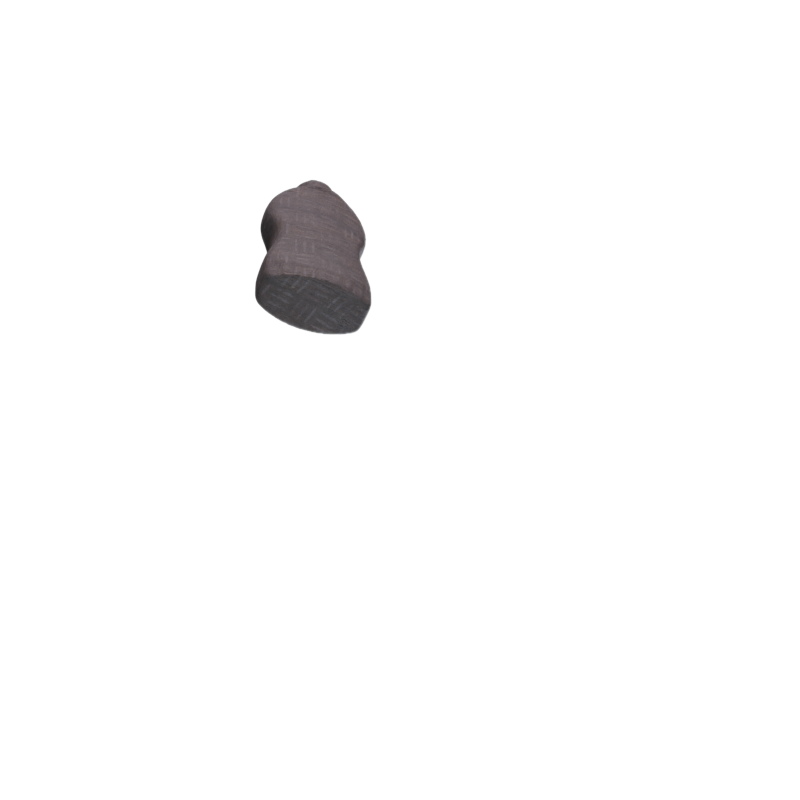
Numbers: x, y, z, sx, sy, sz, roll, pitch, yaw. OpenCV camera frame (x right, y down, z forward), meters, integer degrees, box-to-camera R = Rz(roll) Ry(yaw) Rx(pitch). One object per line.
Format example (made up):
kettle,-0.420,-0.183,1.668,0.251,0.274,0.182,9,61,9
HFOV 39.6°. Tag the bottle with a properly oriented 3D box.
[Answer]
bottle,-0.078,-0.141,0.992,0.094,0.056,0.205,13,37,-14
